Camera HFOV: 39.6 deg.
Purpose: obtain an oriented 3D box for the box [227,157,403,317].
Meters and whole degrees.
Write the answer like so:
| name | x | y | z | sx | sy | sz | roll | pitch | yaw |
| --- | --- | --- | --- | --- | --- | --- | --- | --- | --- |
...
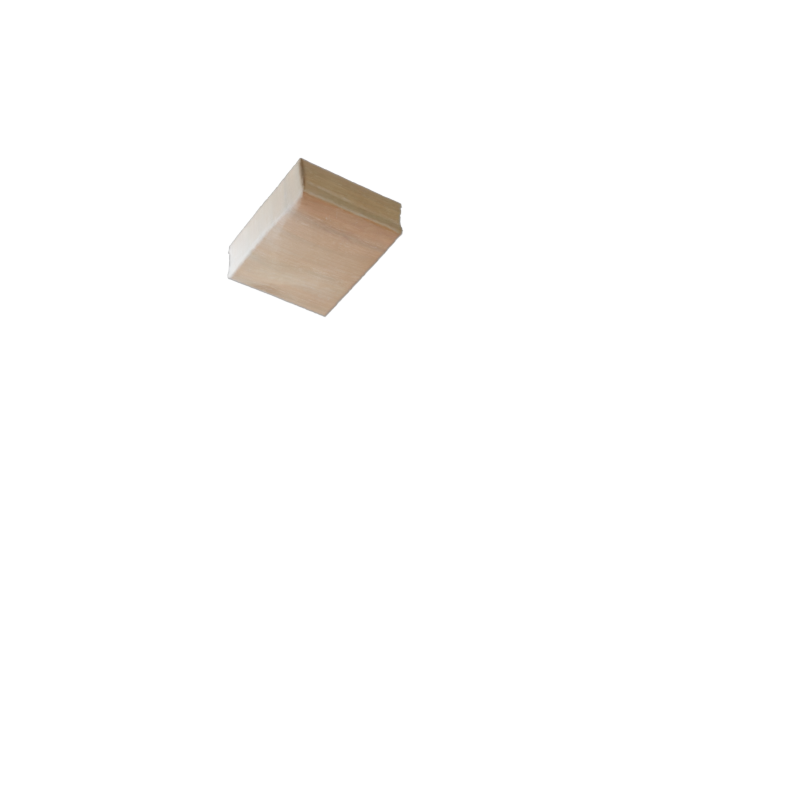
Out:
| name | x | y | z | sx | sy | sz | roll | pitch | yaw |
| --- | --- | --- | --- | --- | --- | --- | --- | --- | --- |
| box | -0.065 | -0.119 | 0.834 | 0.086 | 0.042 | 0.111 | 22 | -43 | -26 |
